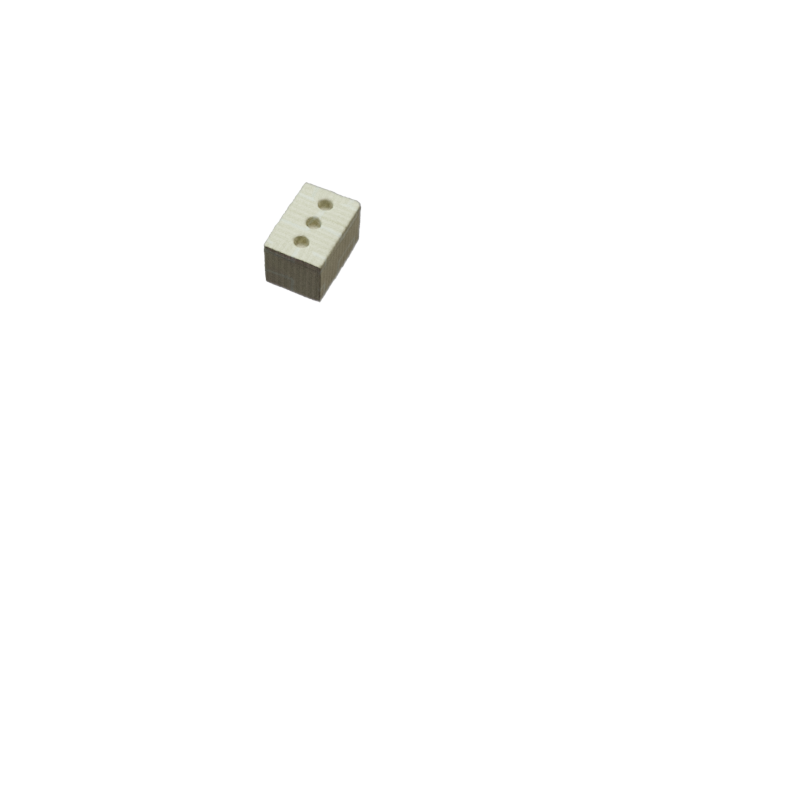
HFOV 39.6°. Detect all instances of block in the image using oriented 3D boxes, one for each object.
[{"bbox_3d":[-0.072,-0.131,0.914,0.054,0.081,0.048,21,-33,12],"label":"block"}]
